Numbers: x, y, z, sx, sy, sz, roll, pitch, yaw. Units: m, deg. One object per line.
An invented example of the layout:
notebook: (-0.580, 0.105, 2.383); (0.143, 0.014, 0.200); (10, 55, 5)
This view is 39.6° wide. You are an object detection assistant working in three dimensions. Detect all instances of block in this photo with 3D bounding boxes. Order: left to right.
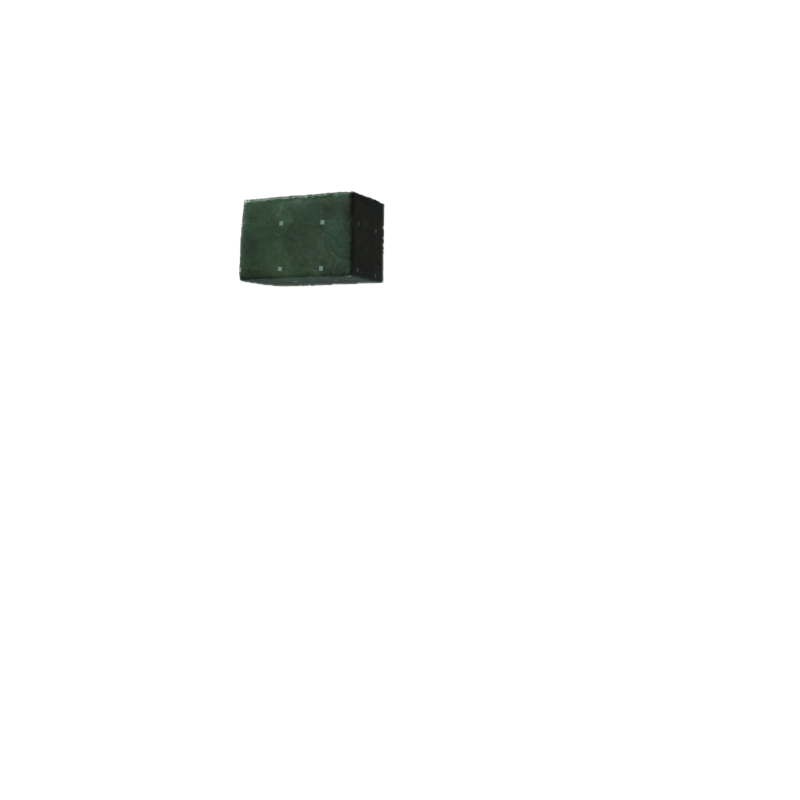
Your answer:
block: (-0.054, -0.099, 0.693); (0.080, 0.052, 0.051); (-1, -3, 24)
